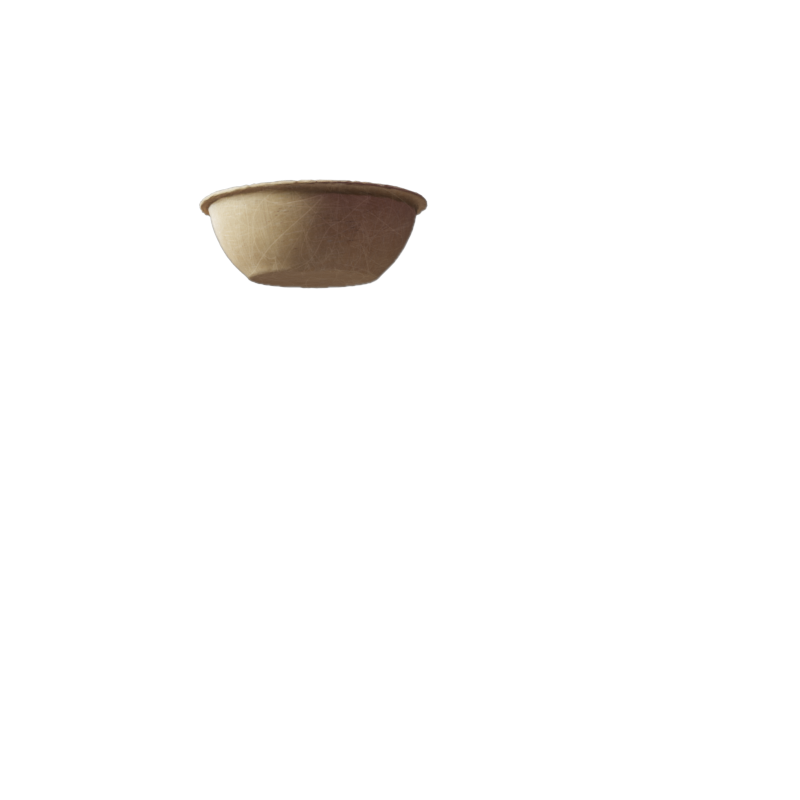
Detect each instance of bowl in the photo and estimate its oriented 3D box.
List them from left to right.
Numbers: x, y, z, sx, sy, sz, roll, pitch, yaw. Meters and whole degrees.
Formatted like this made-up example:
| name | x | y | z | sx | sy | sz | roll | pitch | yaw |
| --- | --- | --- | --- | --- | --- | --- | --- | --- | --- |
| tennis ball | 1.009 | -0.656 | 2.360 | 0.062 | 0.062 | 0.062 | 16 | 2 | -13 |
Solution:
| name | x | y | z | sx | sy | sz | roll | pitch | yaw |
| --- | --- | --- | --- | --- | --- | --- | --- | --- | --- |
| bowl | -0.061 | -0.111 | 0.781 | 0.162 | 0.056 | 0.160 | 0 | -3 | -2 |
